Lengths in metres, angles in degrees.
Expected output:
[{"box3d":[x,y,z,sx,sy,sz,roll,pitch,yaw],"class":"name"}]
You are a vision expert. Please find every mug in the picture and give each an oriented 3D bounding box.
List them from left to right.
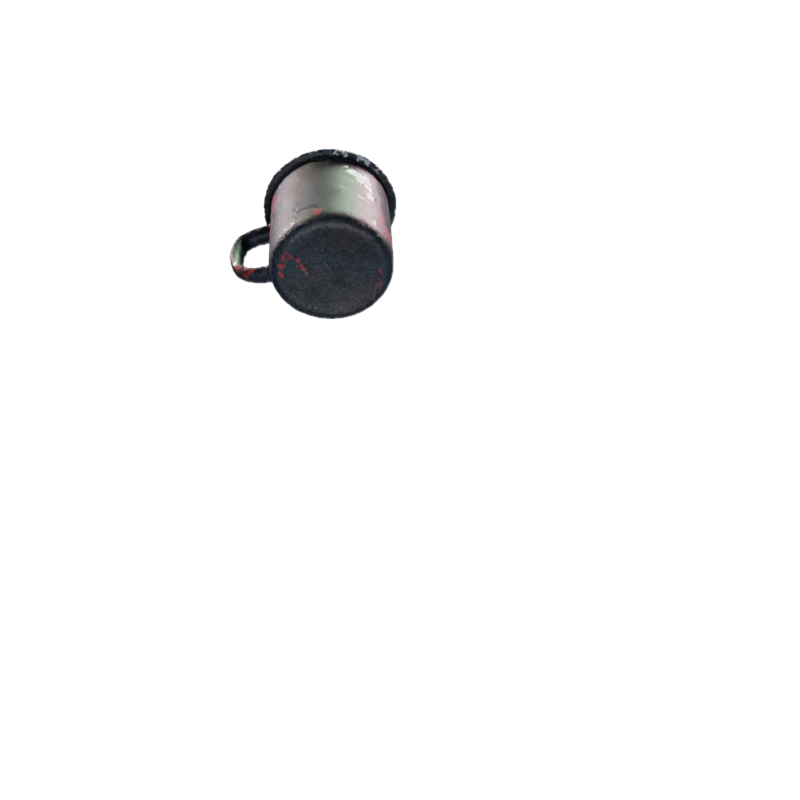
[{"box3d":[-0.058,-0.106,0.745,0.118,0.087,0.087,-11,36,6],"class":"mug"}]
